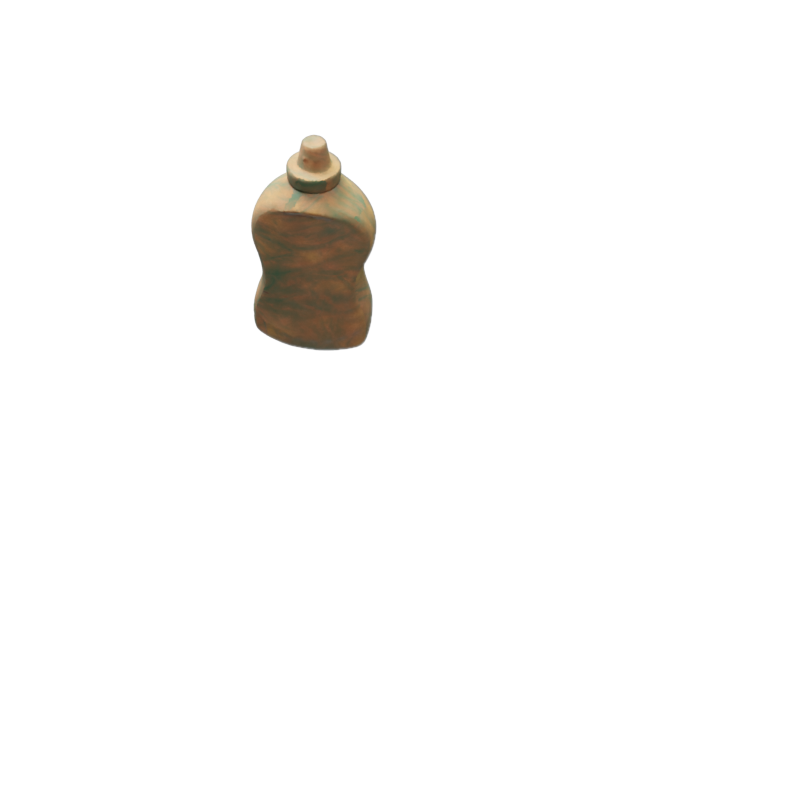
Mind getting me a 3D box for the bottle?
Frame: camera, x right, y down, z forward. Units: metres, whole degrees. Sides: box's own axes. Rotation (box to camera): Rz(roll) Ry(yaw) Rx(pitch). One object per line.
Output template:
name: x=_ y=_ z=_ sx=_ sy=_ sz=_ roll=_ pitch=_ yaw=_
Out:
bottle: x=-0.068 y=-0.124 z=0.867 sx=0.098 sy=0.179 sz=0.062 roll=11 pitch=45 yaw=8
